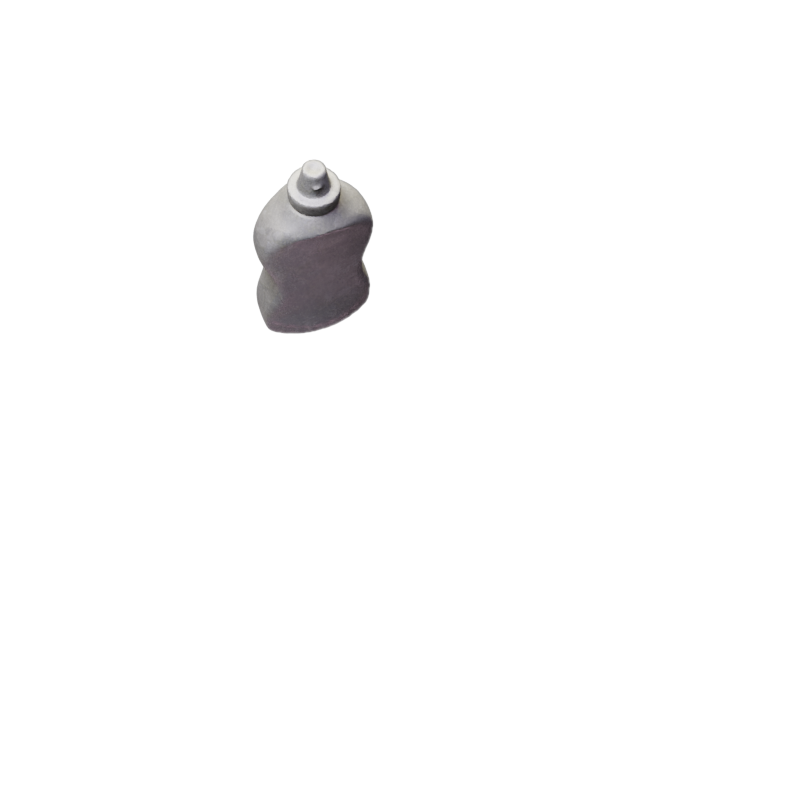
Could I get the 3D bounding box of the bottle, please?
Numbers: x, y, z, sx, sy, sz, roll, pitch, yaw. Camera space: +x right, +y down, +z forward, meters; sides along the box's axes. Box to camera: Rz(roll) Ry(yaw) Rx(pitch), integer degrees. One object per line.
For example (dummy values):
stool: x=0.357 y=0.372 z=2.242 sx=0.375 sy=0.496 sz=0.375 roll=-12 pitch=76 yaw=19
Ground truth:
bottle: x=-0.070 y=-0.127 z=0.894 sx=0.095 sy=0.063 sz=0.180 roll=-16 pitch=-27 yaw=-12
